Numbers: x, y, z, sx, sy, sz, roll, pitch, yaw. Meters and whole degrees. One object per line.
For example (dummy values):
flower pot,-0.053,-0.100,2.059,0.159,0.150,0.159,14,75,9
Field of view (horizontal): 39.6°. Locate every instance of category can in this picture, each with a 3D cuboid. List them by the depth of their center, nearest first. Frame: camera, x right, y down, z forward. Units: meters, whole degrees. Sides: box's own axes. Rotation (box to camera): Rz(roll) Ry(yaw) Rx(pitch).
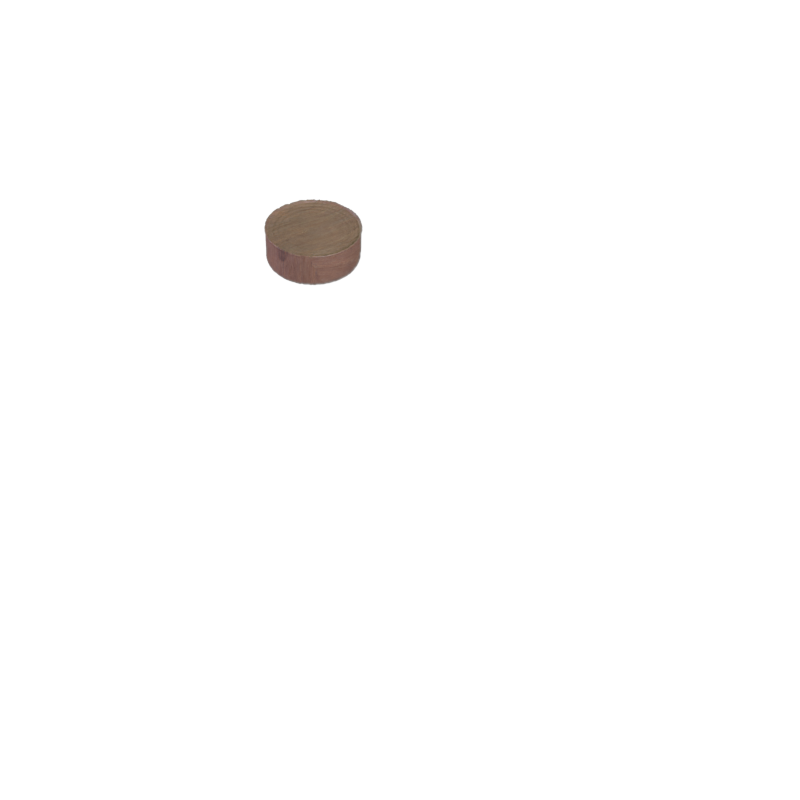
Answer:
can,-0.077,-0.140,0.978,0.086,0.031,0.092,-1,41,-2
